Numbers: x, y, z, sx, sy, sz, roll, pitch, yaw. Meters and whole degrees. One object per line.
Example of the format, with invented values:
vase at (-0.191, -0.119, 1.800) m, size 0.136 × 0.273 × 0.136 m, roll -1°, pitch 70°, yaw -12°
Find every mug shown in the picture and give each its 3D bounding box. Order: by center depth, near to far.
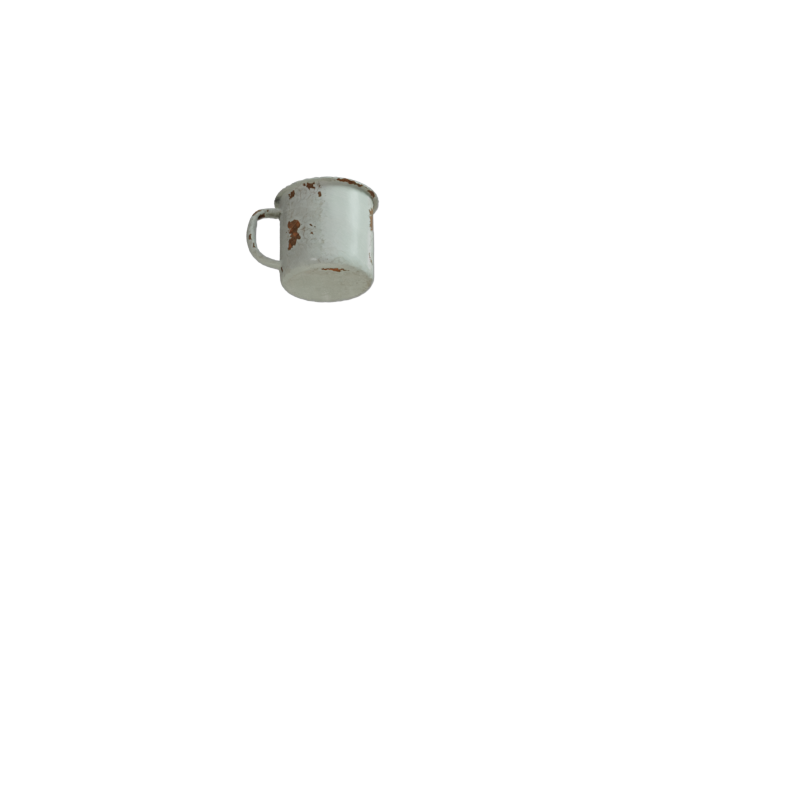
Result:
mug at (-0.075, -0.137, 0.962) m, size 0.115 × 0.086 × 0.090 m, roll 5°, pitch -24°, yaw -14°
